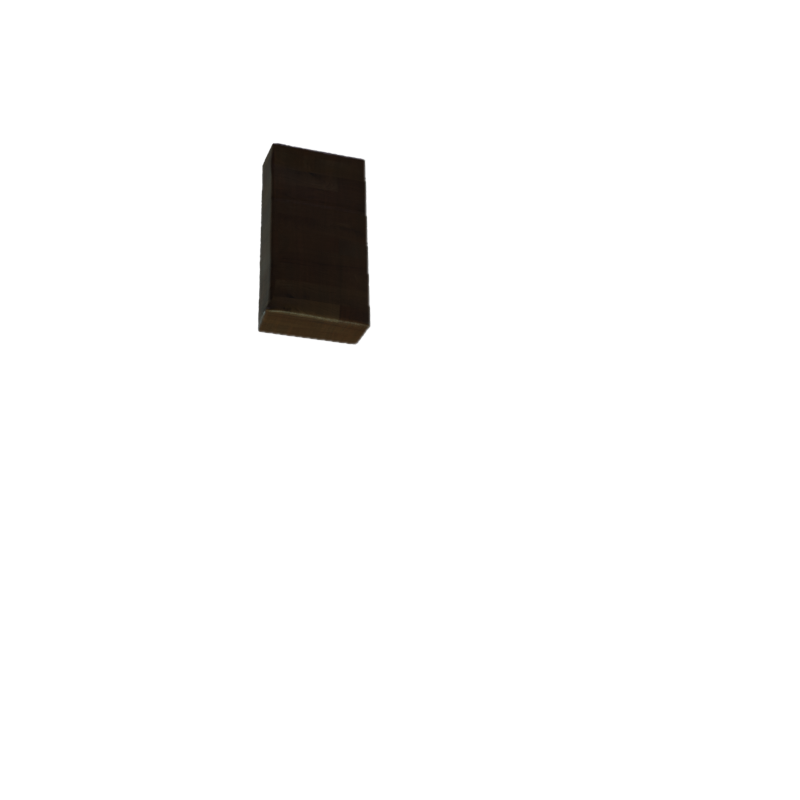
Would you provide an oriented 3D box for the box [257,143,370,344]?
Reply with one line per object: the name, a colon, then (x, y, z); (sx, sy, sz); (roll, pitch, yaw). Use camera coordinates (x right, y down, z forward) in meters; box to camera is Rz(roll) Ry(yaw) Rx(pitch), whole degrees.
box: (-0.078, -0.141, 0.991); (0.091, 0.188, 0.046); (8, -33, -16)
